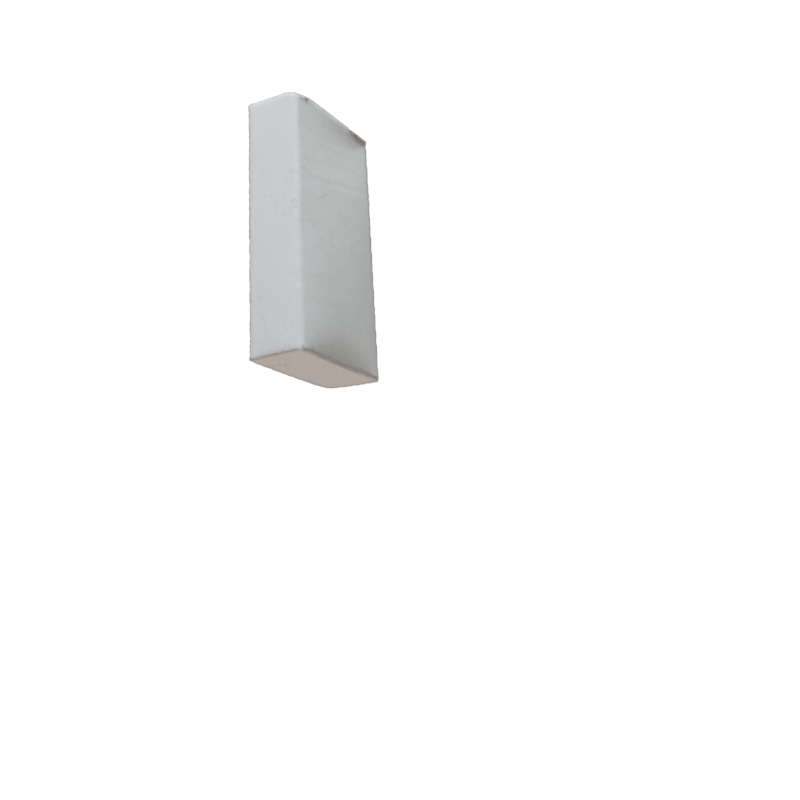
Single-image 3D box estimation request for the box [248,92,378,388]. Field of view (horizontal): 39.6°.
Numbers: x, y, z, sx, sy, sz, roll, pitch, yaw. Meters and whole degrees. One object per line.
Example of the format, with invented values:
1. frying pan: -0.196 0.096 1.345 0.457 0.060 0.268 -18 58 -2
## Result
1. box: -0.056 -0.103 0.718 0.049 0.185 0.087 -13 -22 28
